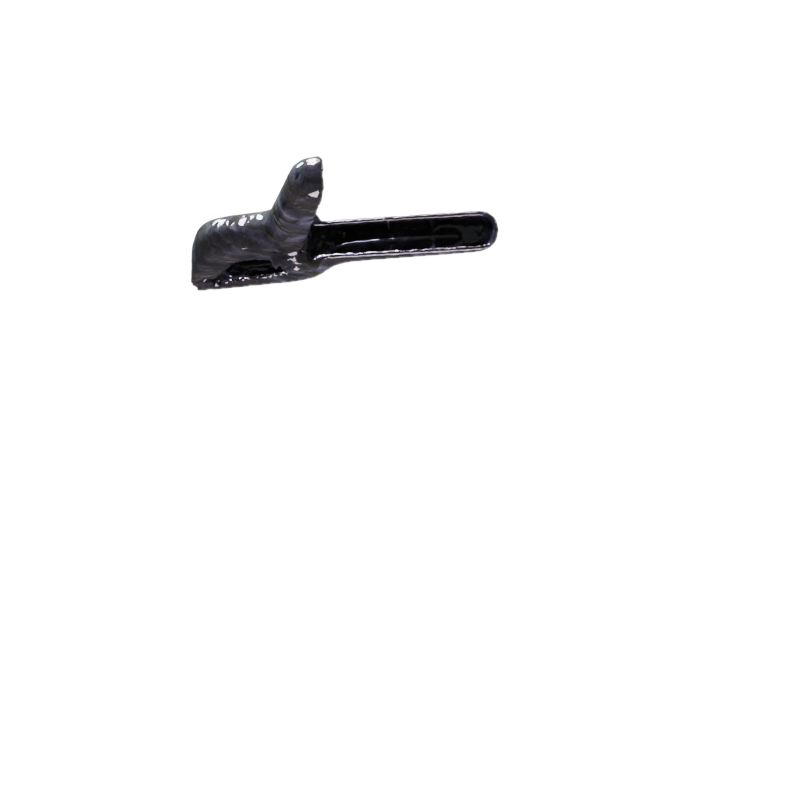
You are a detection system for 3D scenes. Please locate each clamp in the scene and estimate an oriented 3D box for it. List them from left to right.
[{"bbox_3d":[-0.055,-0.101,0.707,0.156,0.038,0.214,8,-12,-39],"label":"clamp"}]
